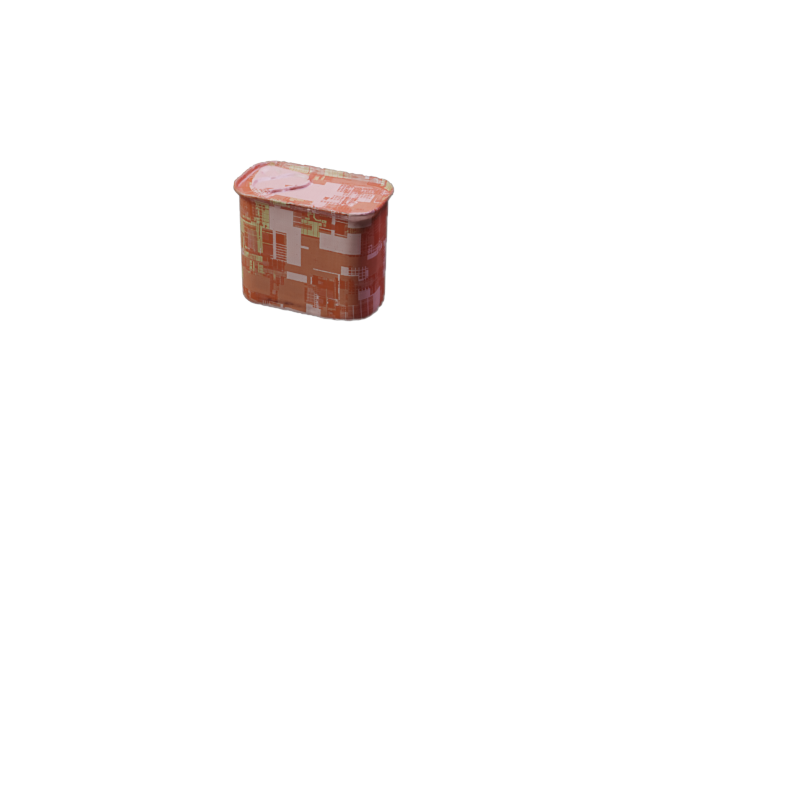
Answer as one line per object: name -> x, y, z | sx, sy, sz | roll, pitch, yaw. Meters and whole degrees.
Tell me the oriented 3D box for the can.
can -> -0.058, -0.105, 0.736 | 0.105, 0.079, 0.059 | 13, 33, 18
